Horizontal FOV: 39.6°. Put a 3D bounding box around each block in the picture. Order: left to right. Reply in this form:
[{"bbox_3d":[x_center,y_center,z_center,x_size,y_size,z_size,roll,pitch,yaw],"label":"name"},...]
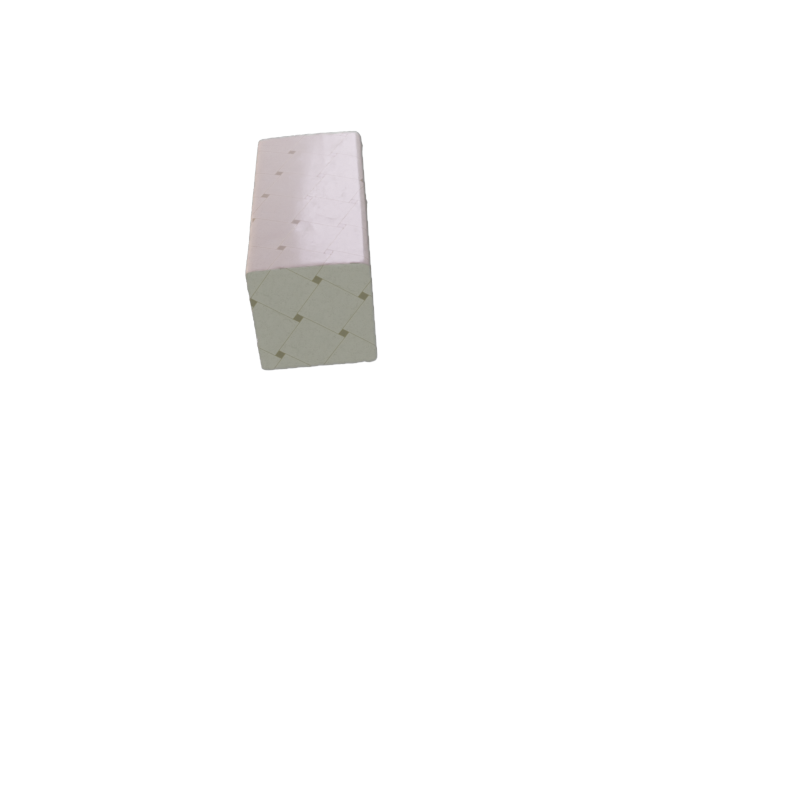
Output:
[{"bbox_3d":[-0.069,-0.127,0.886,0.090,0.084,0.221,-5,37,0],"label":"block"}]
